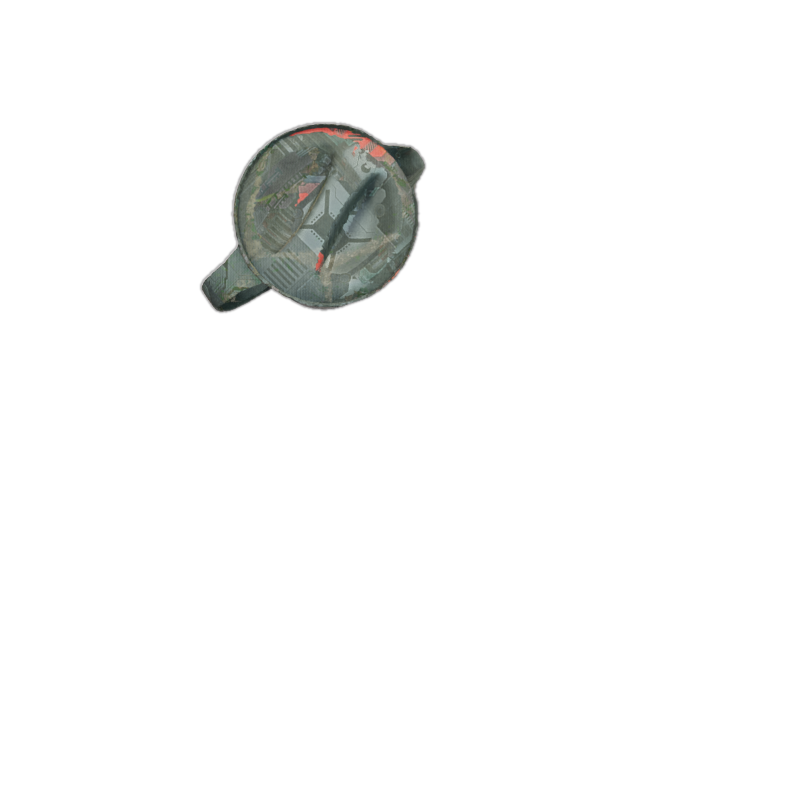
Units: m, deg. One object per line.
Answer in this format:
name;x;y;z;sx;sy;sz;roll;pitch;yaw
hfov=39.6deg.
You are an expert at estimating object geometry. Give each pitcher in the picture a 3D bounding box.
pitcher;-0.071;-0.129;0.901;0.149;0.147;0.241;10;-2;-3
